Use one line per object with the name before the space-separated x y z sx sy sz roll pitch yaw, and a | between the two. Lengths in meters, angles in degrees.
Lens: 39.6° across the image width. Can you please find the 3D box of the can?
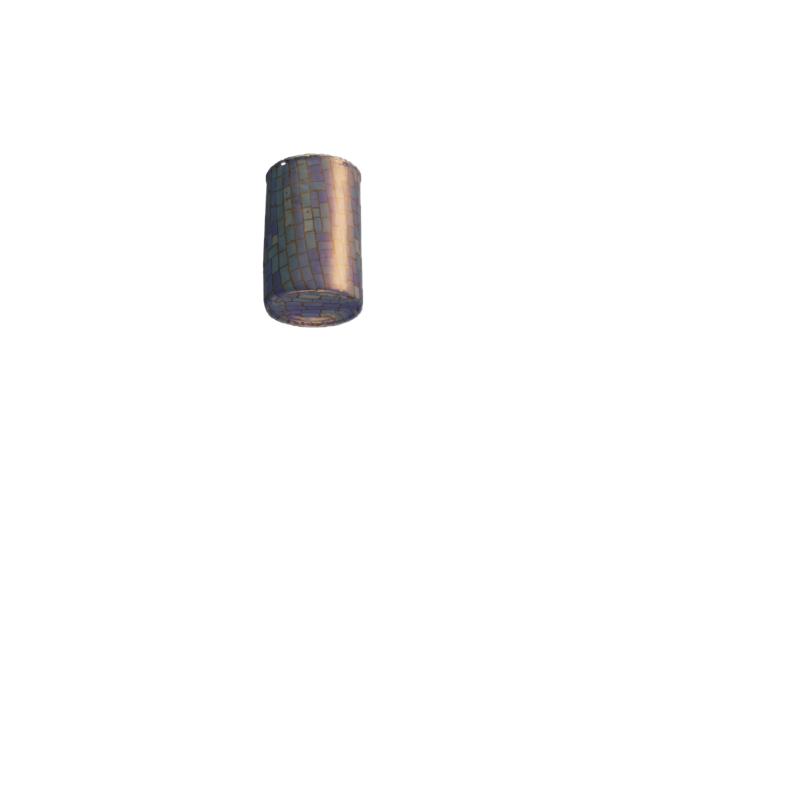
can | -0.060 -0.109 0.762 0.068 0.108 0.065 0 -23 -2
